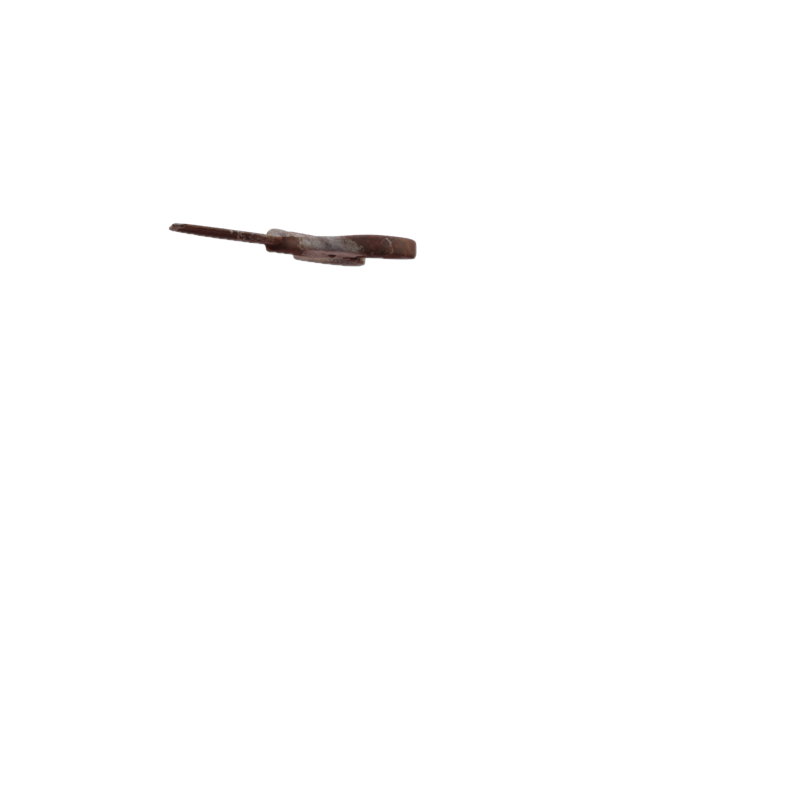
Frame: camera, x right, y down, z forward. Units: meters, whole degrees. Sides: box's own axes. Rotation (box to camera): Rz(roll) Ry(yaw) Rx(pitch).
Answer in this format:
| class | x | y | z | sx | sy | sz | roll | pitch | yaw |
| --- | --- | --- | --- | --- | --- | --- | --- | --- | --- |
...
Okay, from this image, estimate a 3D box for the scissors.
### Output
| class | x | y | z | sx | sy | sz | roll | pitch | yaw |
| --- | --- | --- | --- | --- | --- | --- | --- | --- | --- |
| scissors | -0.056 | -0.102 | 0.712 | 0.099 | 0.016 | 0.195 | 1 | 2 | 21 |
